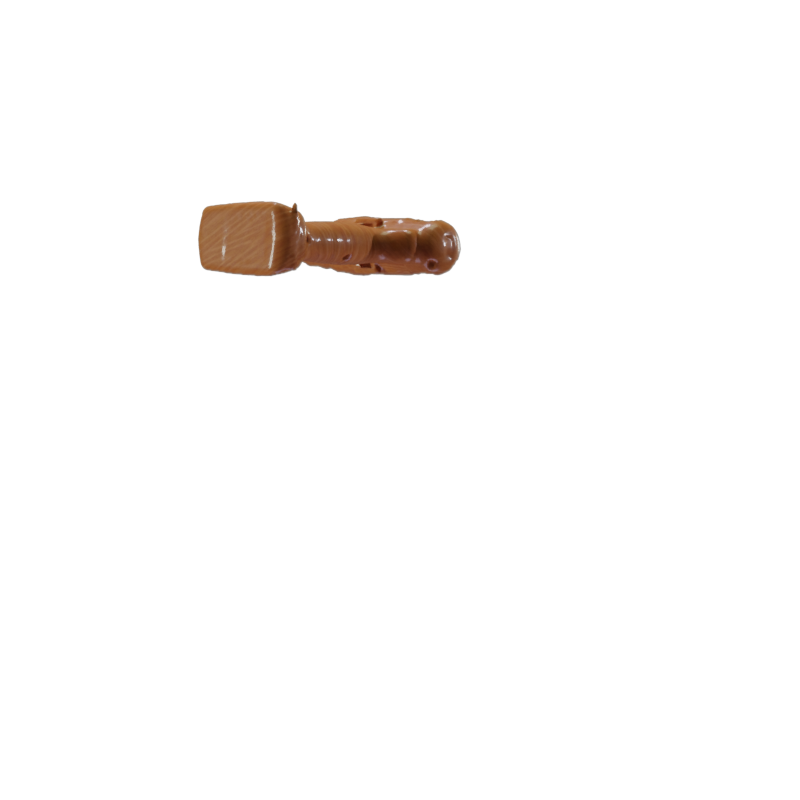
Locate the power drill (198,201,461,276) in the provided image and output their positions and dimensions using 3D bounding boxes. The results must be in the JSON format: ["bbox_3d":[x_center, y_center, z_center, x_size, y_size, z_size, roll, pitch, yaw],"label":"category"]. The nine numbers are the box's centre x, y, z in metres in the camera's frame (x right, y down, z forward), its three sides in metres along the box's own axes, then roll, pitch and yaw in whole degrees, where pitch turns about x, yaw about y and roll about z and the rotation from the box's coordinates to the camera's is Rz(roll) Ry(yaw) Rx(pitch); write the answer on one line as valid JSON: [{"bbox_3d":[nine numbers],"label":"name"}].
[{"bbox_3d":[-0.072,-0.132,0.925,0.181,0.057,0.192,-6,8,-44],"label":"power drill"}]
